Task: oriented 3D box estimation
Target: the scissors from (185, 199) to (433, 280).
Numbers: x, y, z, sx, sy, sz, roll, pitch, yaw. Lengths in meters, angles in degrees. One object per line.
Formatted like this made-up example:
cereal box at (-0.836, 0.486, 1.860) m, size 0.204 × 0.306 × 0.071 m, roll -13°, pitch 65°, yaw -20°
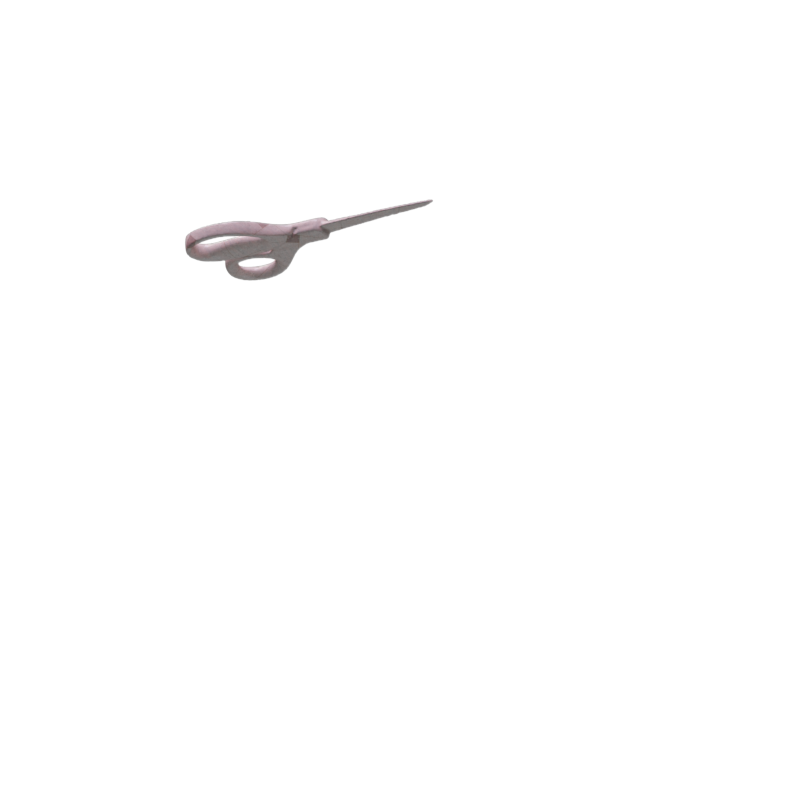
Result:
scissors at (-0.069, -0.125, 0.875) m, size 0.204 × 0.017 × 0.090 m, roll -4°, pitch -20°, yaw 11°
